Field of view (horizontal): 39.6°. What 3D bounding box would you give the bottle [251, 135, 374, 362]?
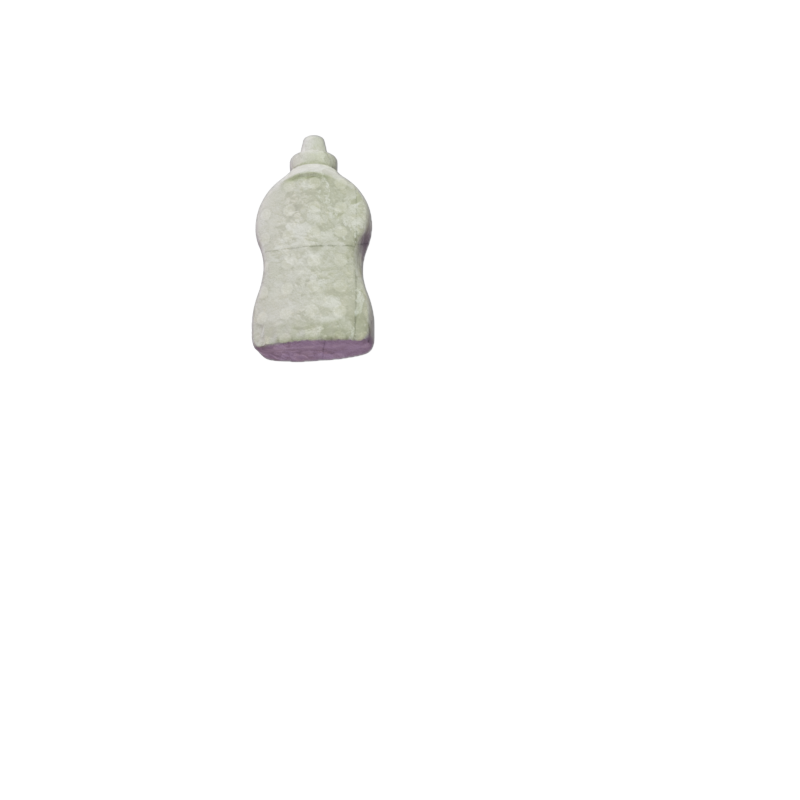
[{"bbox_3d":[-0.071,-0.130,0.914,0.097,0.201,0.055,-6,-22,12],"label":"bottle"}]
